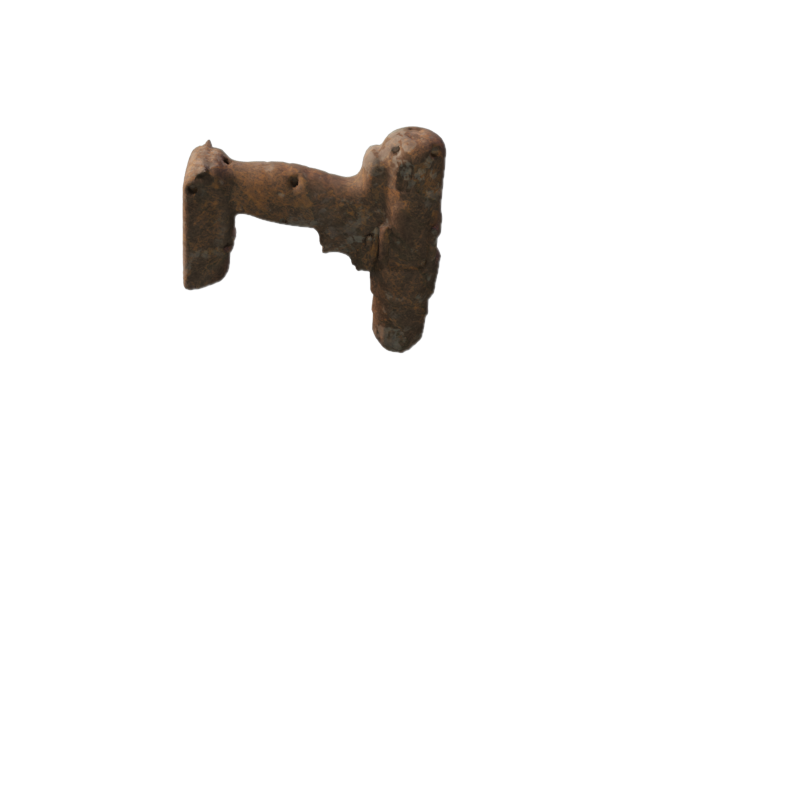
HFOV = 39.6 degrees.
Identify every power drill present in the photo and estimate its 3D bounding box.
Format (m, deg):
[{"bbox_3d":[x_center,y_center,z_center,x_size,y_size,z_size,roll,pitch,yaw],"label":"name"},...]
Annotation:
[{"bbox_3d":[-0.063,-0.116,0.809,0.187,0.173,0.061,3,33,-2],"label":"power drill"}]
